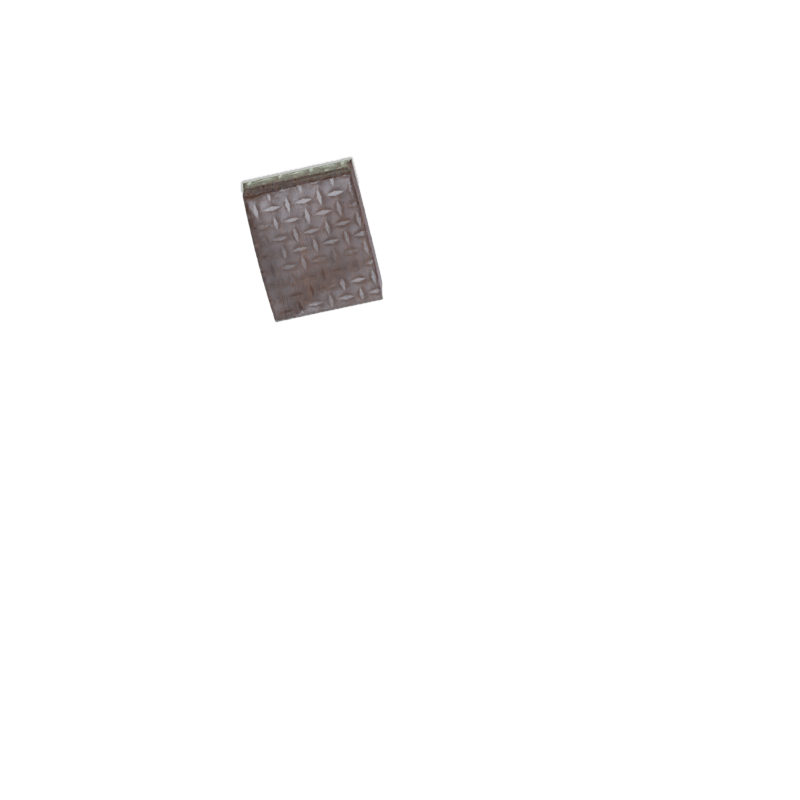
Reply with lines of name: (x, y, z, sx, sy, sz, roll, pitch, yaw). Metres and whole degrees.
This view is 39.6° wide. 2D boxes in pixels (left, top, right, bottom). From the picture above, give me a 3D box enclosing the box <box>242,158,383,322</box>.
box: (-0.068, -0.124, 0.867, 0.090, 0.107, 0.041, -12, 25, 5)
